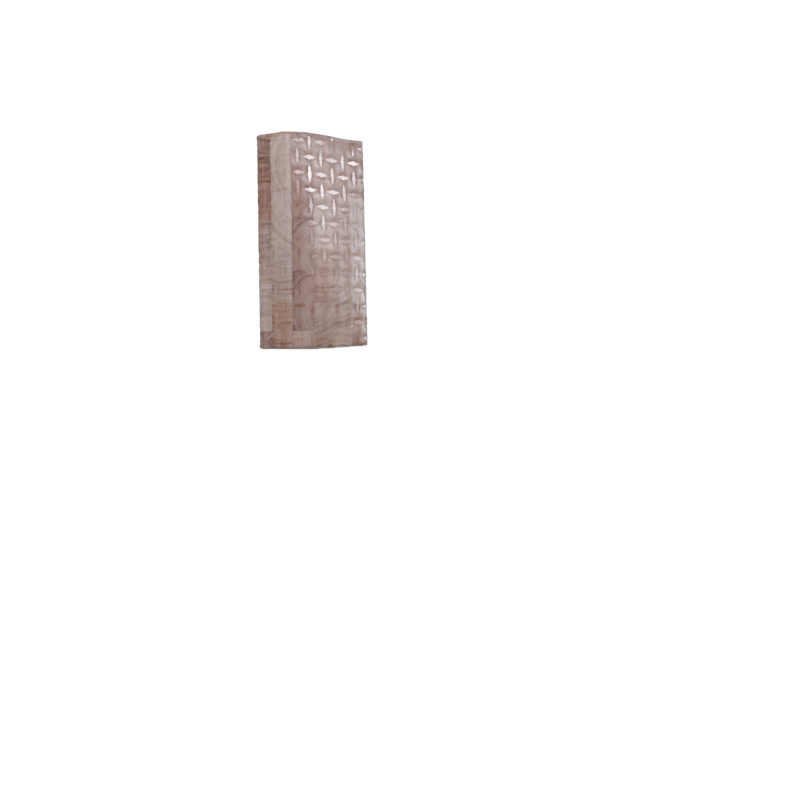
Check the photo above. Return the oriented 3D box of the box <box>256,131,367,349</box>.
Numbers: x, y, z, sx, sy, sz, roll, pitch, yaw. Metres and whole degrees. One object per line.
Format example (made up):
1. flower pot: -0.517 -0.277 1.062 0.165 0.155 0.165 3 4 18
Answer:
1. box: -0.072 -0.132 0.923 0.050 0.177 0.090 -1 -1 42
